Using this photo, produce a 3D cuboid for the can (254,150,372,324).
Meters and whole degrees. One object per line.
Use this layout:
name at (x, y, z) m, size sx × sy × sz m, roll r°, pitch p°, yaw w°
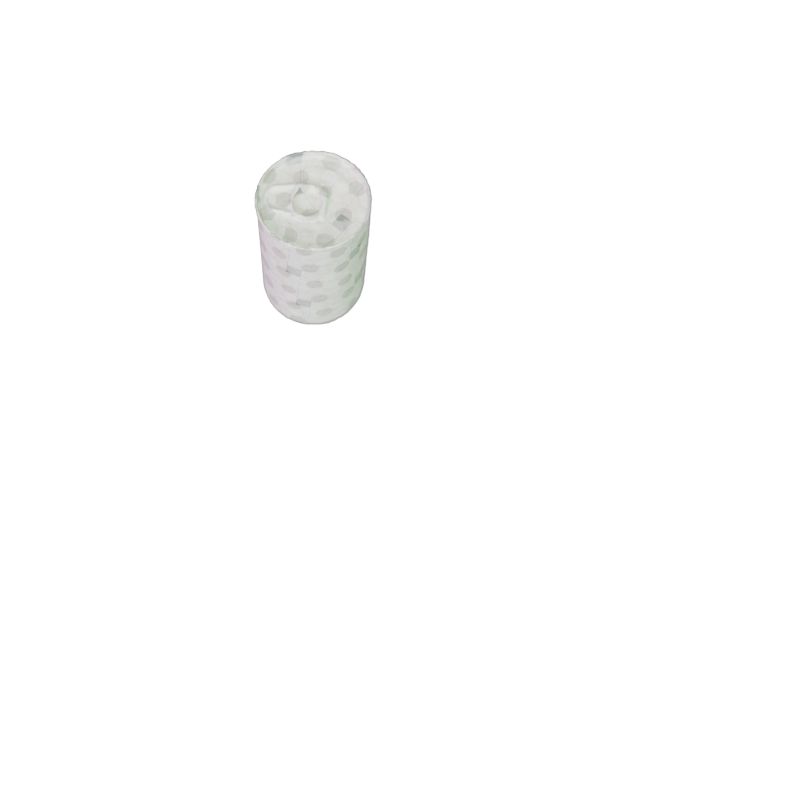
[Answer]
can at (-0.053, -0.097, 0.682) m, size 0.068 × 0.073 × 0.097 m, roll 0°, pitch -25°, yaw -3°
